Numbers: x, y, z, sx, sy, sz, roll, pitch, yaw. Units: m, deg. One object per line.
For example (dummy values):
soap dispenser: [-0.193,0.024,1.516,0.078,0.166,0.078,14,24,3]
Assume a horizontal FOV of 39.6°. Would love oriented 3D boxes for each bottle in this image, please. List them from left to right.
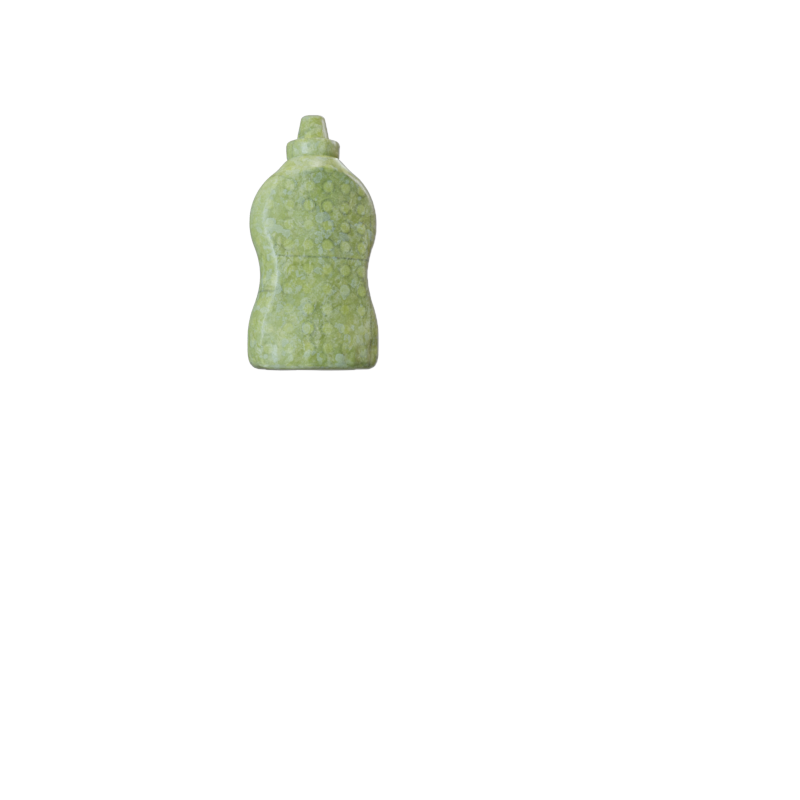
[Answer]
bottle: [-0.065,-0.119,0.832,0.094,0.195,0.059,1,-7,-18]
